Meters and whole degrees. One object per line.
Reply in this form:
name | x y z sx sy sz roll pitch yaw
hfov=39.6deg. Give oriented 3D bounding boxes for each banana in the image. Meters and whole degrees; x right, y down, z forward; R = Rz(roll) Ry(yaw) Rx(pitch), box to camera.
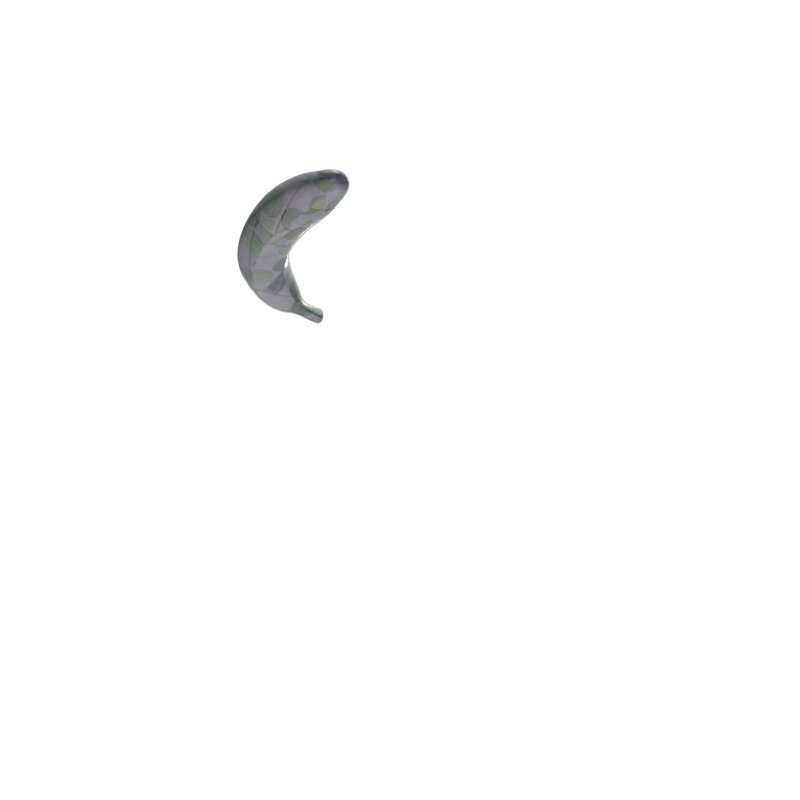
banana | -0.080 -0.111 0.785 0.069 0.039 0.189 3 -23 -8
